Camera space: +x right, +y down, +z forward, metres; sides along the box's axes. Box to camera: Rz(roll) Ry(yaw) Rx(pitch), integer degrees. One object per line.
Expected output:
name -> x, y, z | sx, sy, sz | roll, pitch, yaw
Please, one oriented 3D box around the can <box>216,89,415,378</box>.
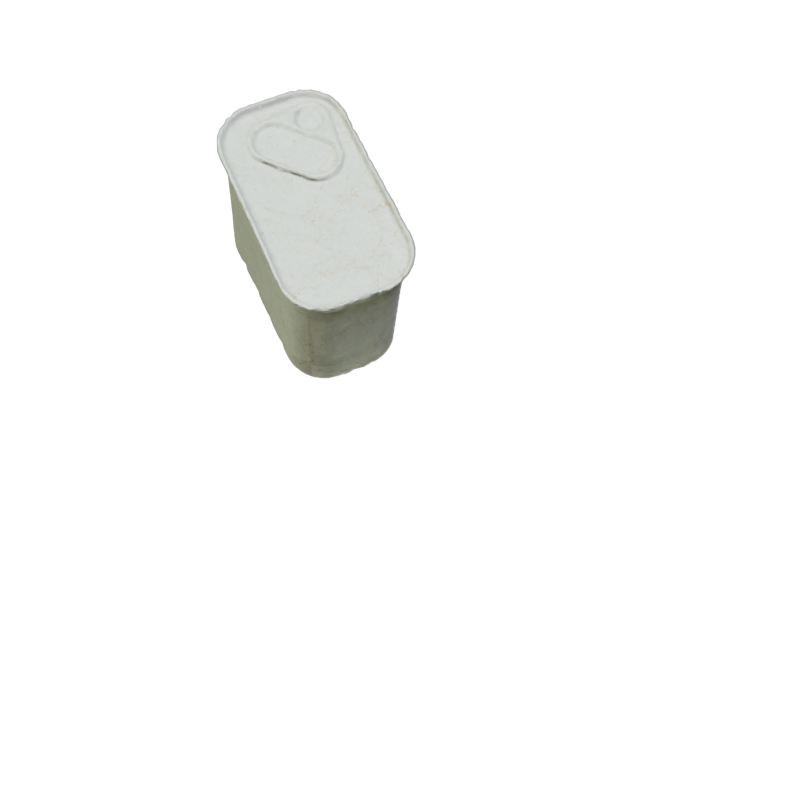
can -> -0.038, -0.069, 0.484 | 0.057, 0.108, 0.079 | -21, -22, -12
